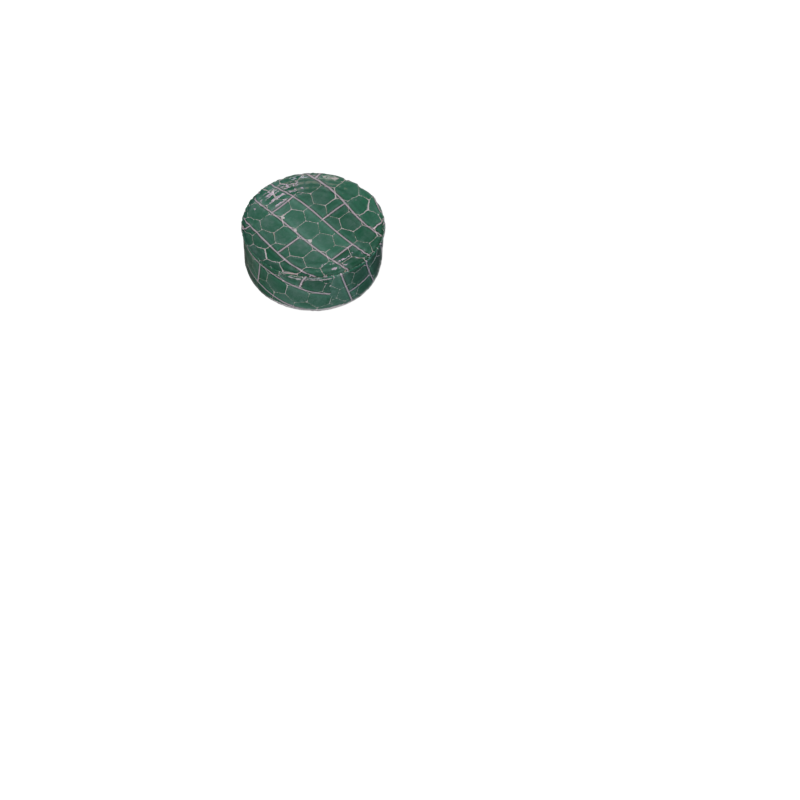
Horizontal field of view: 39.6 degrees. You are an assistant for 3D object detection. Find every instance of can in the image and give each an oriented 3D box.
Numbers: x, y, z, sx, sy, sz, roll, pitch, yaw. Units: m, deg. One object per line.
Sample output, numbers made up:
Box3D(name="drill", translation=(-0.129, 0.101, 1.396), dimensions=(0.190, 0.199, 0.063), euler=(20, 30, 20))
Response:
Box3D(name="can", translation=(-0.052, -0.096, 0.670), dimensions=(0.086, 0.092, 0.031), euler=(-1, -39, -1))
